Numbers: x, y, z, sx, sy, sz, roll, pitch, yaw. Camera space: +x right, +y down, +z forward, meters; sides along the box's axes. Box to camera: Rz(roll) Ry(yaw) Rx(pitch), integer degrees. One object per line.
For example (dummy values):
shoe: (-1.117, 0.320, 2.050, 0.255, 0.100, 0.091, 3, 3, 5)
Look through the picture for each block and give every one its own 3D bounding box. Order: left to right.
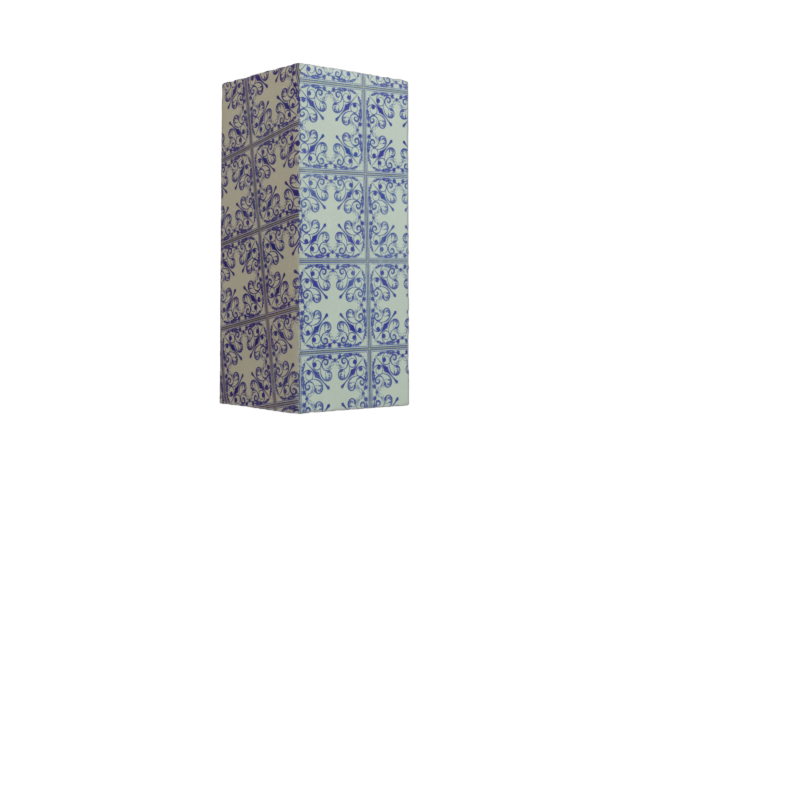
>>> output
block: (-0.056, -0.101, 0.708, 0.087, 0.207, 0.093, 1, -2, -40)
